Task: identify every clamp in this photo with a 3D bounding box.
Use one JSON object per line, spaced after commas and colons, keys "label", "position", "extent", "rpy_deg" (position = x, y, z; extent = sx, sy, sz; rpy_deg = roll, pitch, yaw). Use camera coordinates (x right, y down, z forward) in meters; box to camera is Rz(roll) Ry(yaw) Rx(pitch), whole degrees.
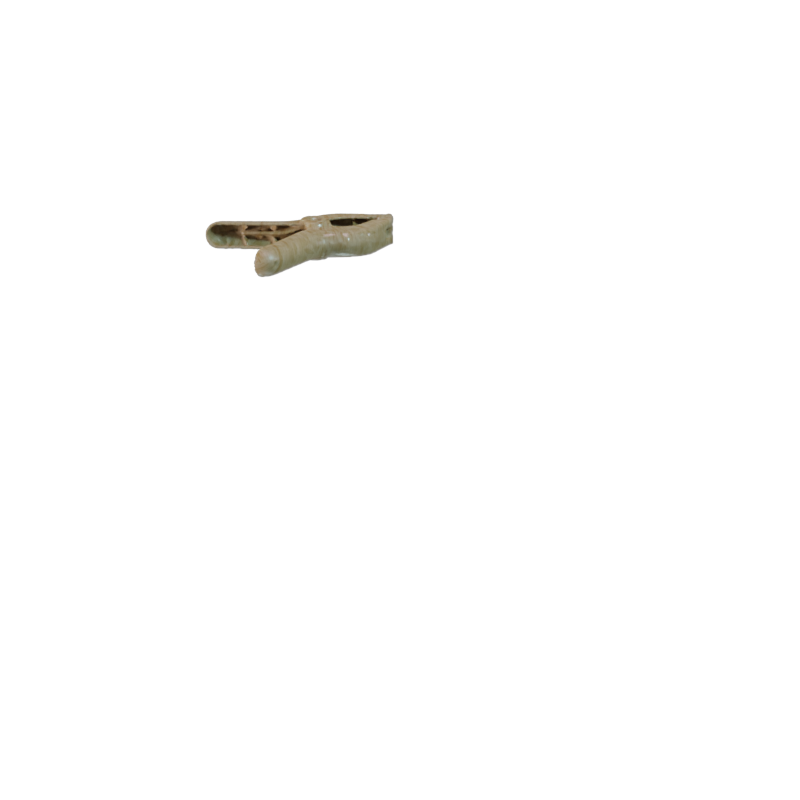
{"label": "clamp", "position": [-0.077, -0.140, 0.984], "extent": [0.168, 0.037, 0.129], "rpy_deg": [-10, 30, -18]}
